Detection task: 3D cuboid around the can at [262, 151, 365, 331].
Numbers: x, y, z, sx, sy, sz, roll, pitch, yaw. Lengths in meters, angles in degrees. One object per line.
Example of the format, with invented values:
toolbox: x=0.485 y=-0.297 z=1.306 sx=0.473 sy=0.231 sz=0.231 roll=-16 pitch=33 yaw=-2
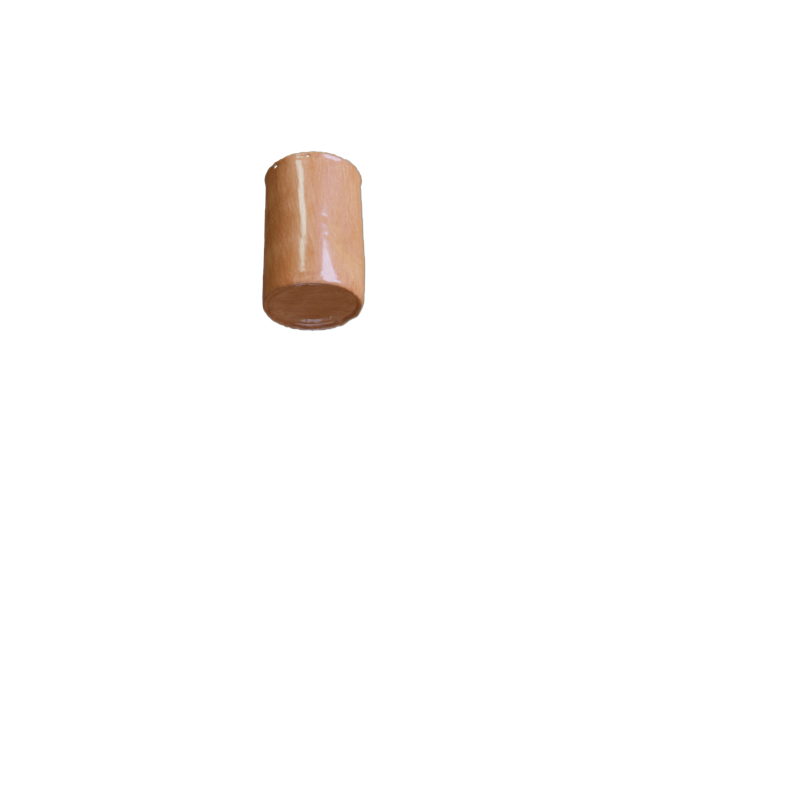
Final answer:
can: x=-0.058 y=-0.106 z=0.745 sx=0.068 sy=0.109 sz=0.064 roll=0 pitch=-29 yaw=-2
